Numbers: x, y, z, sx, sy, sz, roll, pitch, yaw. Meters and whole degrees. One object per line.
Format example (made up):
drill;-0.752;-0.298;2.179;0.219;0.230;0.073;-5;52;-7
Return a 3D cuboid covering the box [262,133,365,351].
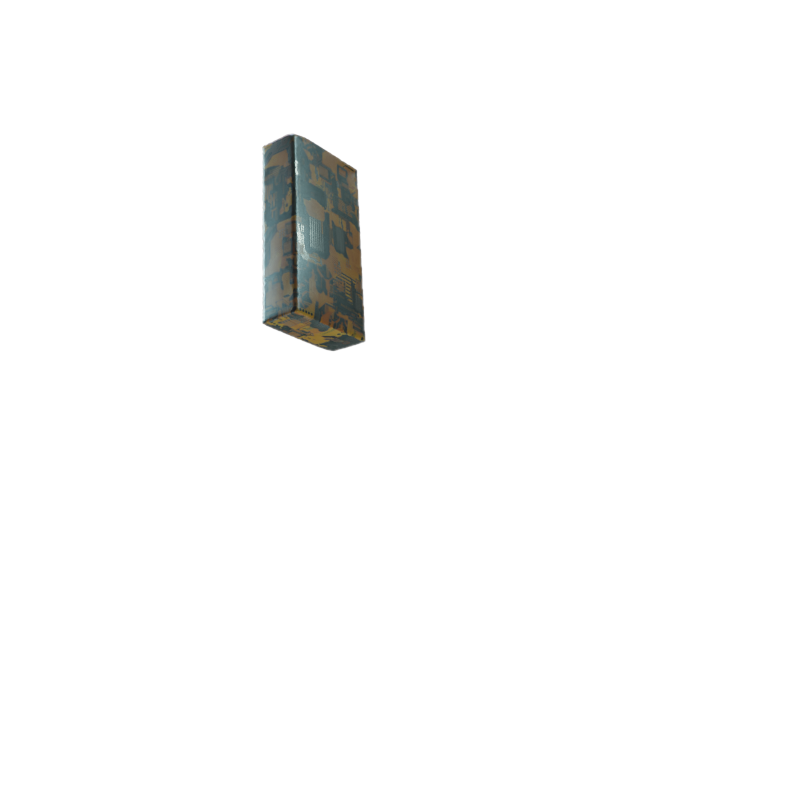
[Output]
box;-0.076;-0.139;0.972;0.048;0.186;0.087;-20;-30;35
